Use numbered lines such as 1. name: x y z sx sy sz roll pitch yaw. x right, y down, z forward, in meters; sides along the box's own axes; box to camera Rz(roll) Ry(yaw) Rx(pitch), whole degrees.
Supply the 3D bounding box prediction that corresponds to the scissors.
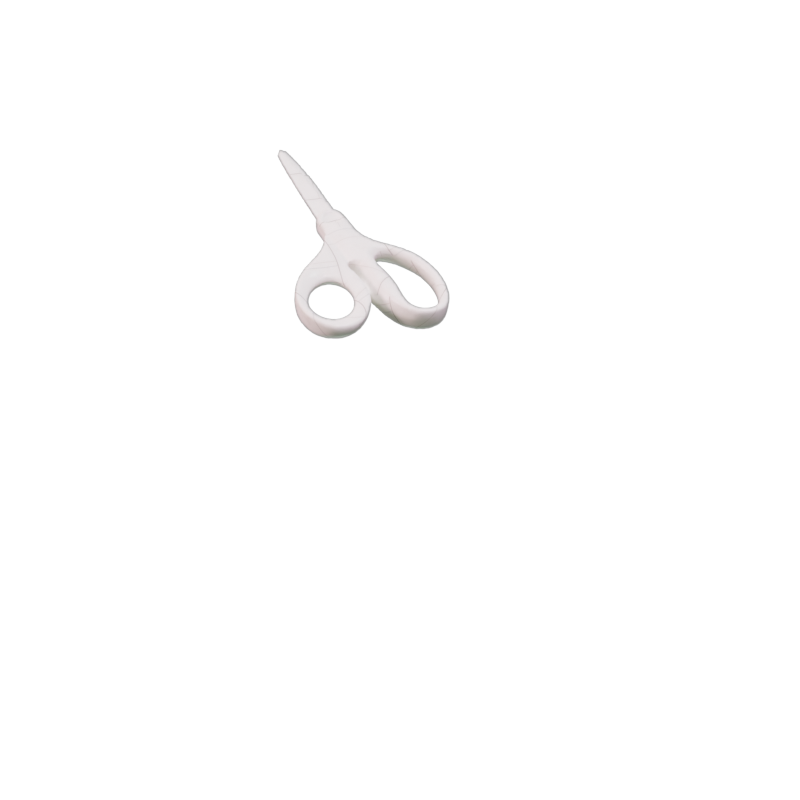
1. scissors: -0.053 -0.097 0.682 0.096 0.015 0.217 -26 47 -27
